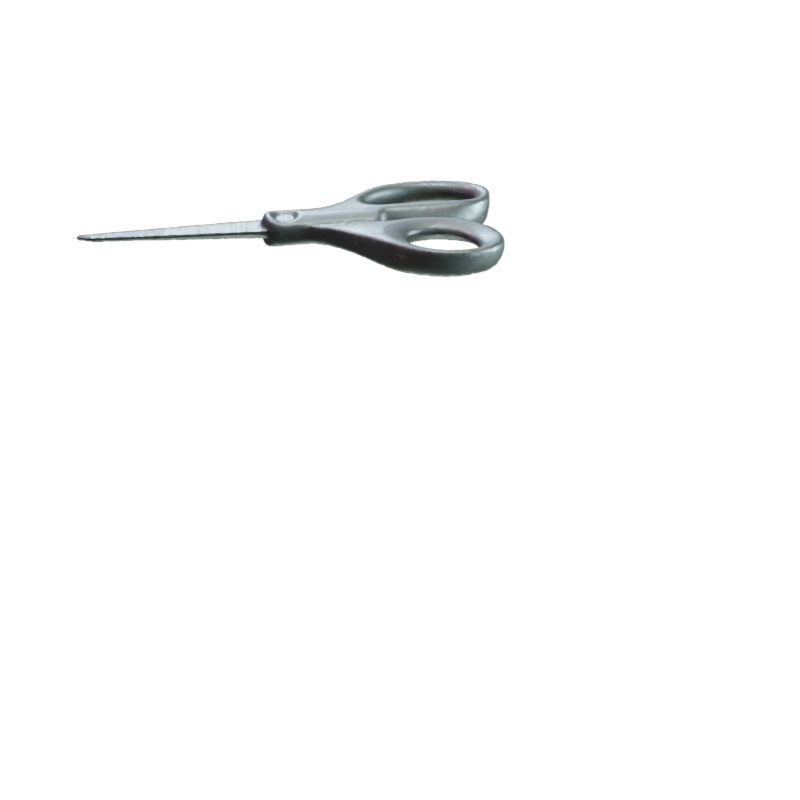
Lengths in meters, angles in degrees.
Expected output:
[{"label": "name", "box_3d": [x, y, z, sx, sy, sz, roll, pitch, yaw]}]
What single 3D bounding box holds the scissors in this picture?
[{"label": "scissors", "box_3d": [-0.040, -0.074, 0.516, 0.198, 0.015, 0.104, -13, 34, -21]}]
